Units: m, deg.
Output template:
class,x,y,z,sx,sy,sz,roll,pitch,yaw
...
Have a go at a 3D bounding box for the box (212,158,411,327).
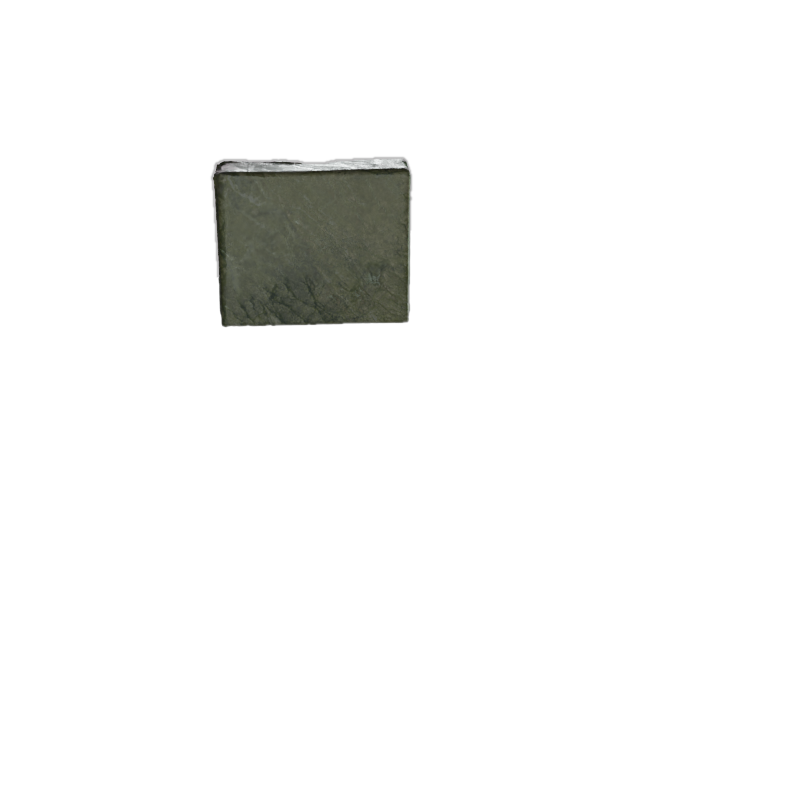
class,x,y,z,sx,sy,sz,roll,pitch,yaw
box,-0.040,-0.073,0.512,0.089,0.070,0.031,-1,18,0
